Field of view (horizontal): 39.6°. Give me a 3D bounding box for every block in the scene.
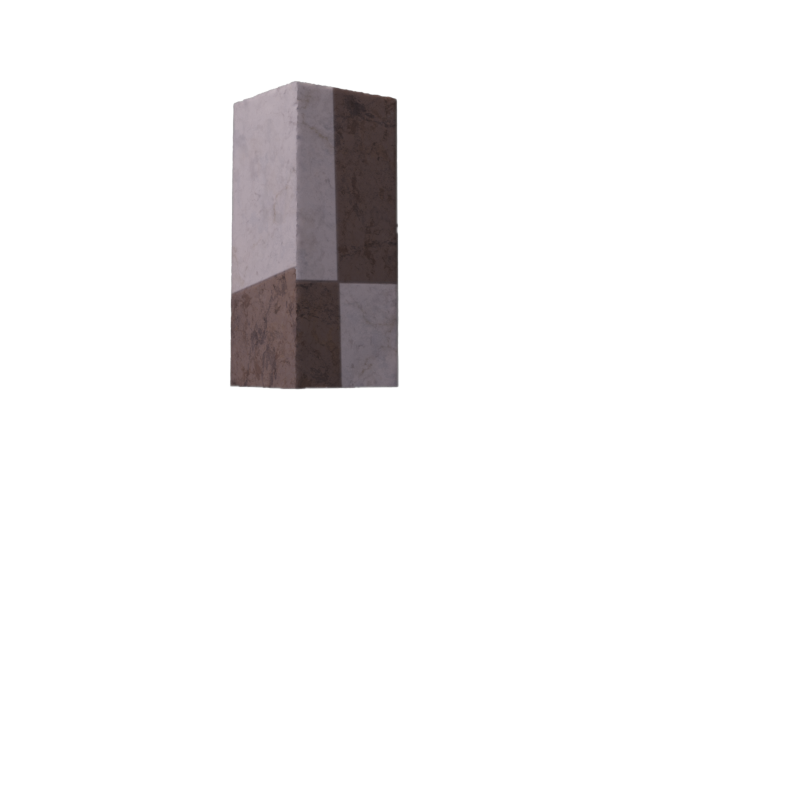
[{"bbox_3d":[-0.062,-0.113,0.794,0.087,0.209,0.093,3,-6,-37],"label":"block"}]
